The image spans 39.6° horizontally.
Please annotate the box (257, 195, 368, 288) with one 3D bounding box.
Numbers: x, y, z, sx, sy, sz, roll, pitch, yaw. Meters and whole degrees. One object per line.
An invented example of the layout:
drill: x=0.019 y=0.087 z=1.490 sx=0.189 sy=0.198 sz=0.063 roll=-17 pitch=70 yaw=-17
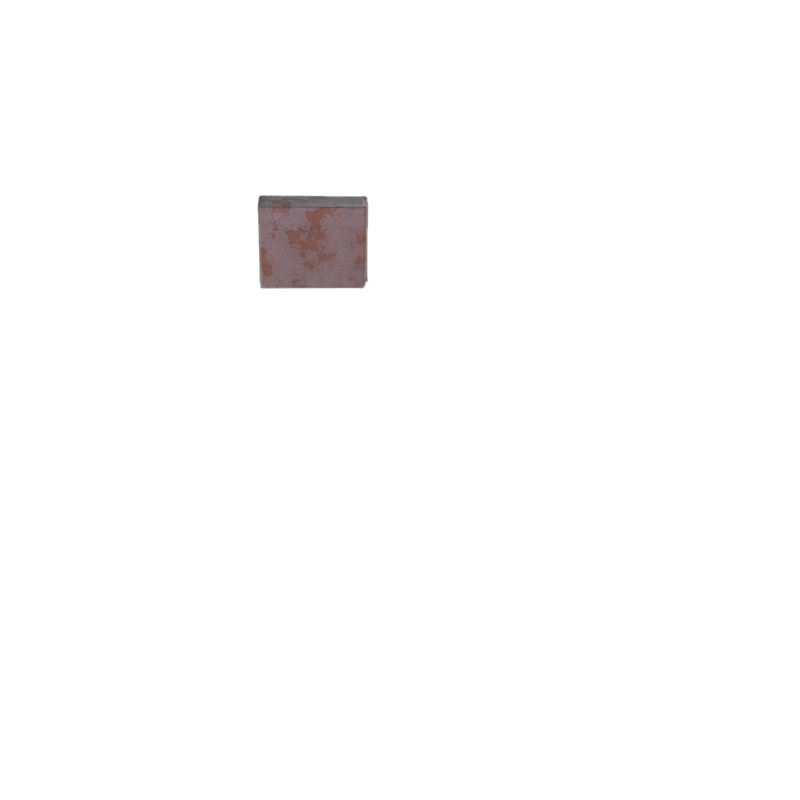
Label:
box: x=-0.071 y=-0.129 z=0.903 sx=0.089 sy=0.069 sz=0.032 roll=0 pitch=27 yaw=-1
